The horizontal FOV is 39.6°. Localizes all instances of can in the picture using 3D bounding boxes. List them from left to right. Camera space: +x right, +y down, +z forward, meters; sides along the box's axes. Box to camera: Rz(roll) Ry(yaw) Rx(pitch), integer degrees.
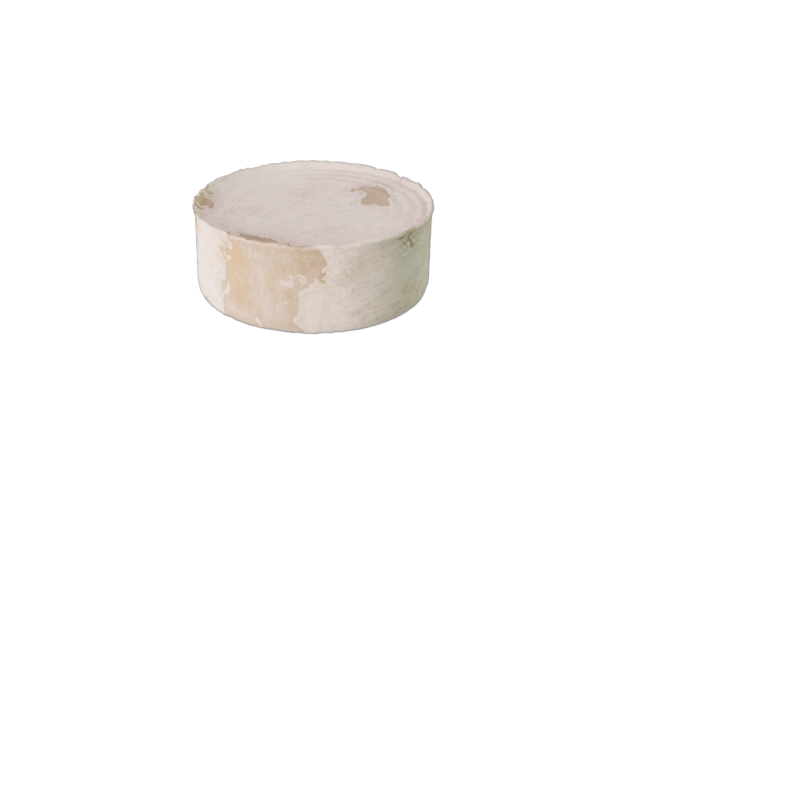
[{"bbox_3d":[-0.031,-0.057,0.400,0.086,0.032,0.091,-1,29,-2],"label":"can"}]
